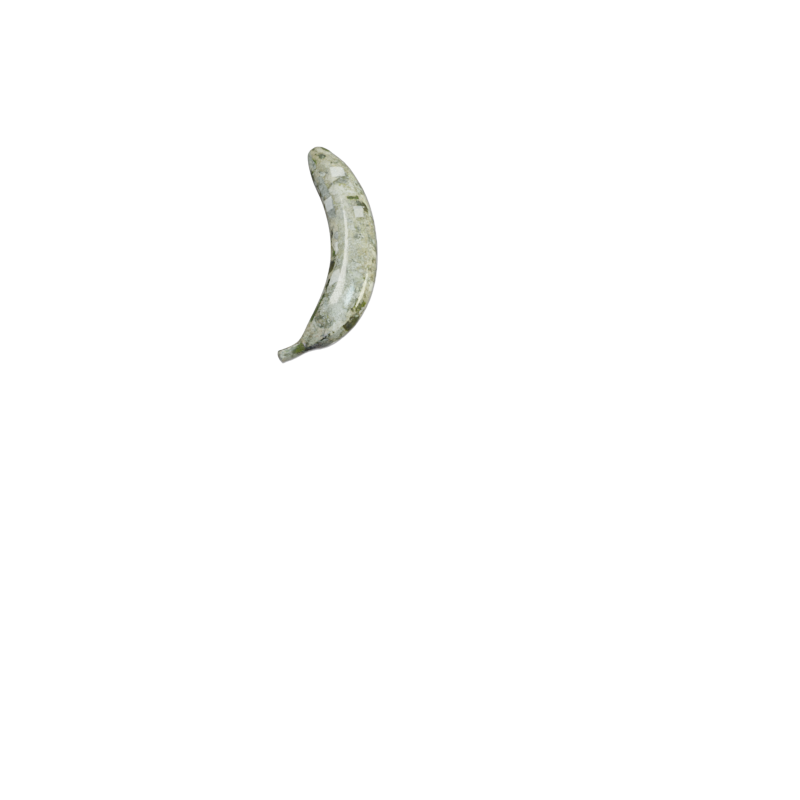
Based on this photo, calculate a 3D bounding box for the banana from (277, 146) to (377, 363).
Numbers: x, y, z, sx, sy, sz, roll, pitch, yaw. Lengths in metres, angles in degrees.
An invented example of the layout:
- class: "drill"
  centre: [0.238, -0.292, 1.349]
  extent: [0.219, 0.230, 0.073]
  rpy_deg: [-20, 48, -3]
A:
- class: "banana"
  centre: [-0.052, -0.121, 0.887]
  extent: [0.070, 0.209, 0.035]
  rpy_deg: [5, -29, 2]
